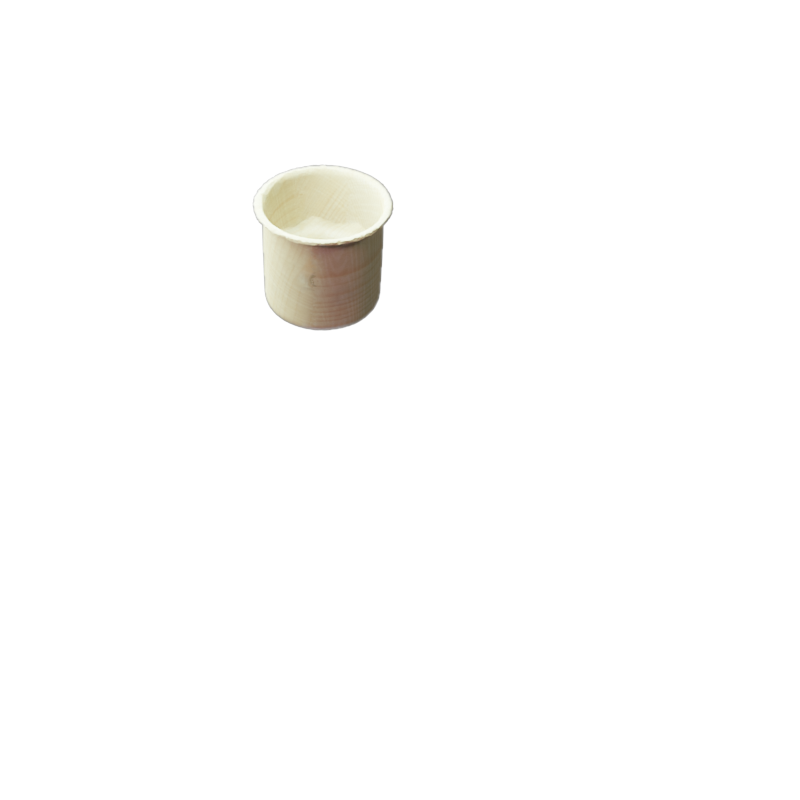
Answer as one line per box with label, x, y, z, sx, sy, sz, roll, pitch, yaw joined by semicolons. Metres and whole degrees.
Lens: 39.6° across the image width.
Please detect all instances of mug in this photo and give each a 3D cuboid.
mug;-0.060;-0.109;0.765;0.092;0.076;0.126;-23;46;-26
